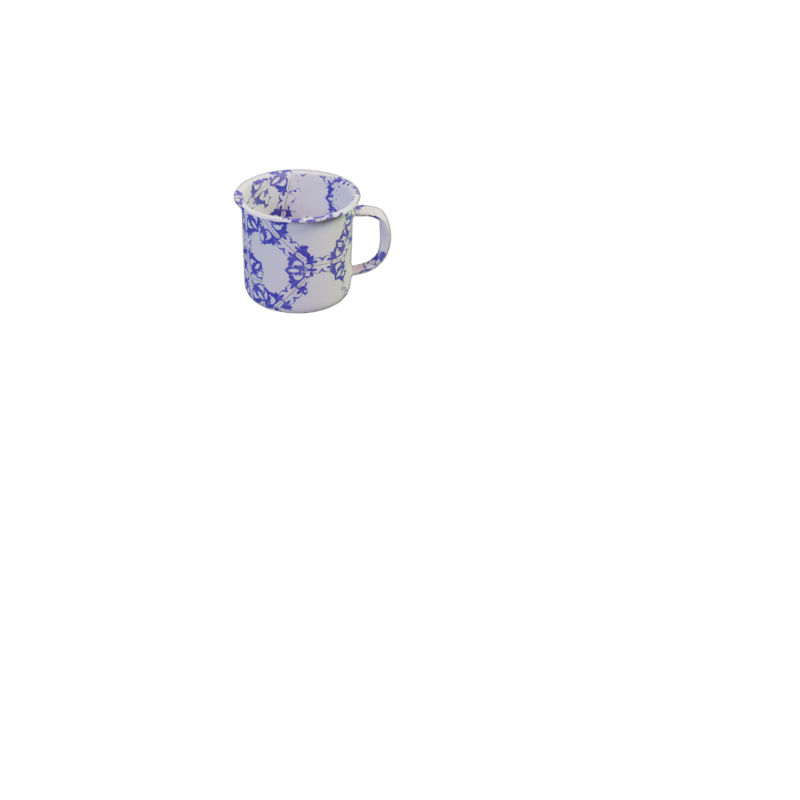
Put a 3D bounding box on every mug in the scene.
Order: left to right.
[{"bbox_3d":[-0.065,-0.119,0.831,0.116,0.077,0.100,-4,31,-7],"label":"mug"}]
